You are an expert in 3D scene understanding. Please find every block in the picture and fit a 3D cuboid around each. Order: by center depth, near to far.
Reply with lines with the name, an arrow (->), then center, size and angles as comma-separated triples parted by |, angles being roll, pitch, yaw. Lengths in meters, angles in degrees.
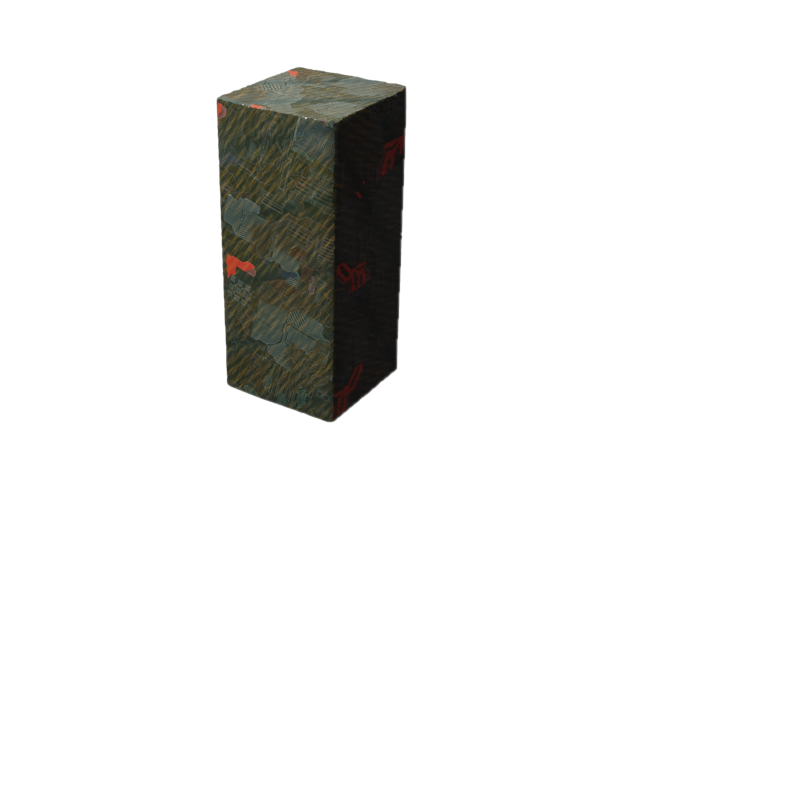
block -> -0.057, -0.104, 0.733 | 0.095, 0.195, 0.091 | 17, 30, 28
